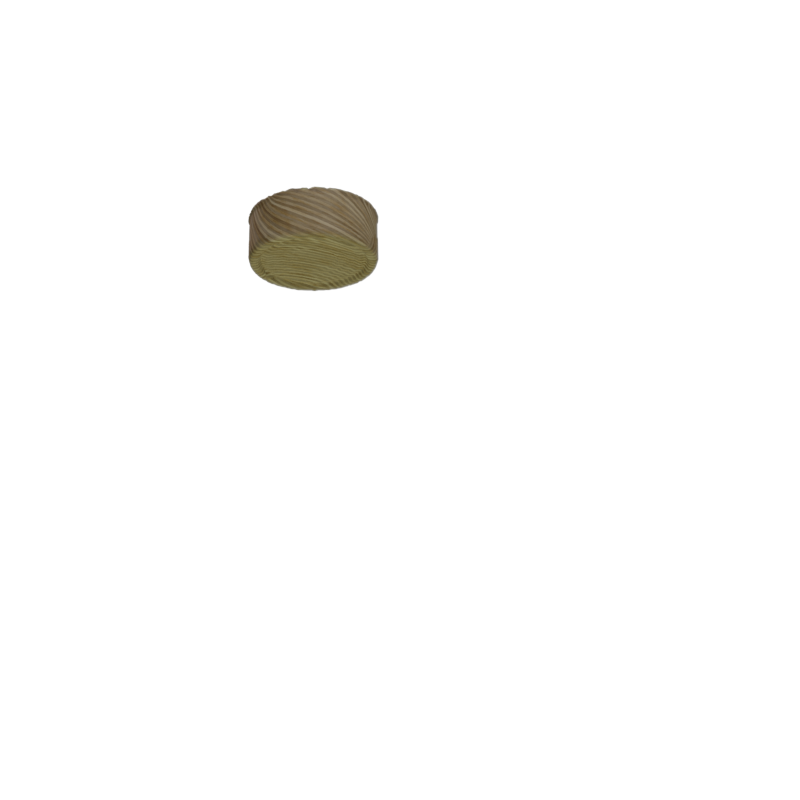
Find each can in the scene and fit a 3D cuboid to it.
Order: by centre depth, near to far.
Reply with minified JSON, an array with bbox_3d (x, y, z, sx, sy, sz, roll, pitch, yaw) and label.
[{"bbox_3d":[-0.057,-0.103,0.724,0.086,0.035,0.081,0,-22,-2],"label":"can"}]
